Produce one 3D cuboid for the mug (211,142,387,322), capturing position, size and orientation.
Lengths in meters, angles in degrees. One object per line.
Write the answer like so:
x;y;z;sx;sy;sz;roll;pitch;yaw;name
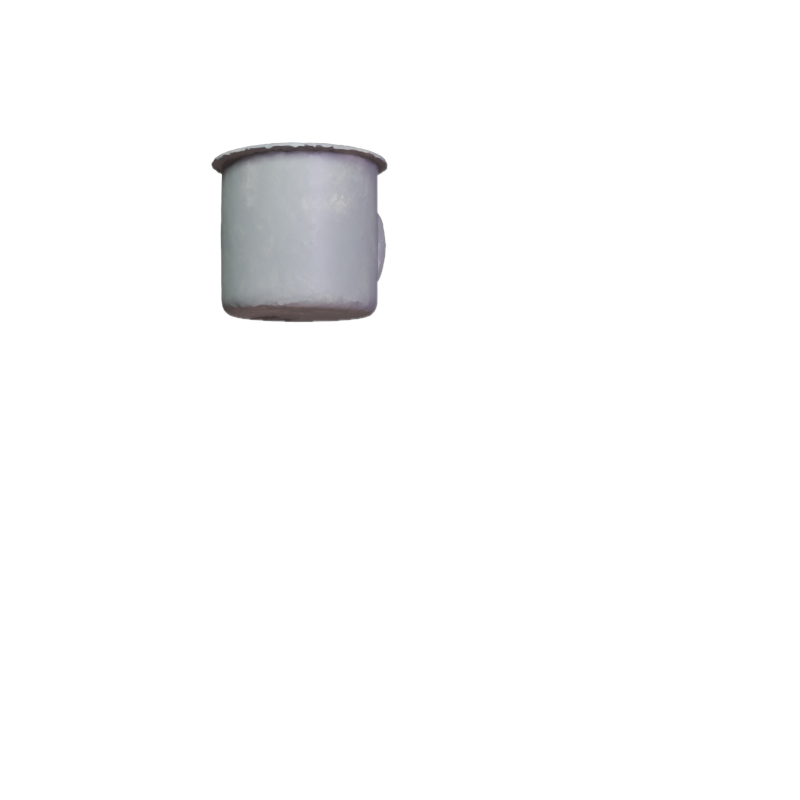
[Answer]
-0.046;-0.084;0.591;0.096;0.083;0.112;-3;-5;34;mug
